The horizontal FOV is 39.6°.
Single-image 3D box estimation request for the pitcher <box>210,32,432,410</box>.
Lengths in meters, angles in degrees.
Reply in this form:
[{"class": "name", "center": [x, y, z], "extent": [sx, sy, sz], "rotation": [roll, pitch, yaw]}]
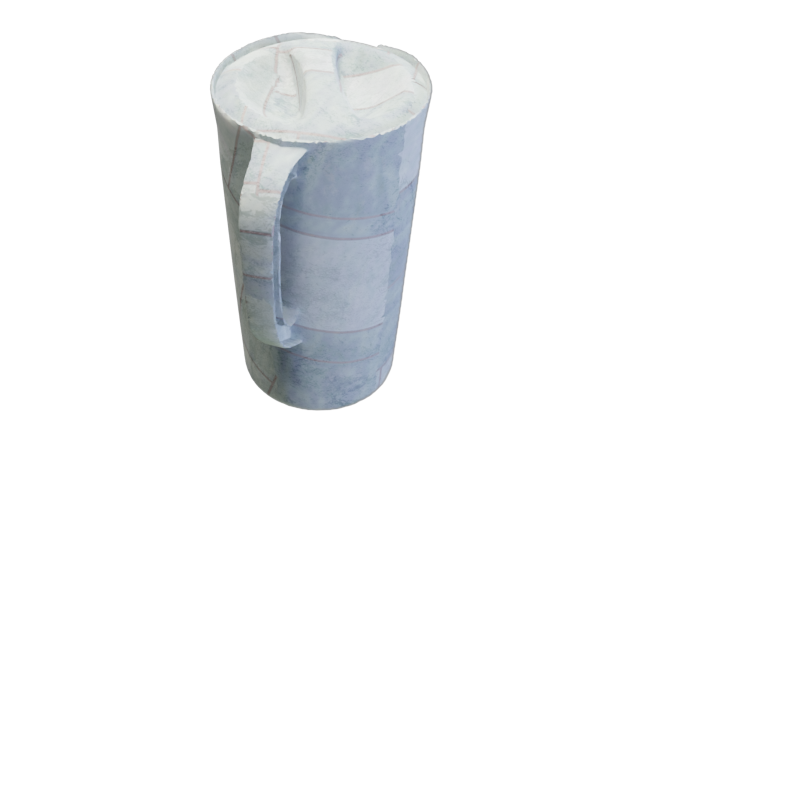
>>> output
[{"class": "pitcher", "center": [-0.057, -0.104, 0.728], "extent": [0.147, 0.227, 0.157], "rotation": [-18, 45, -22]}]
